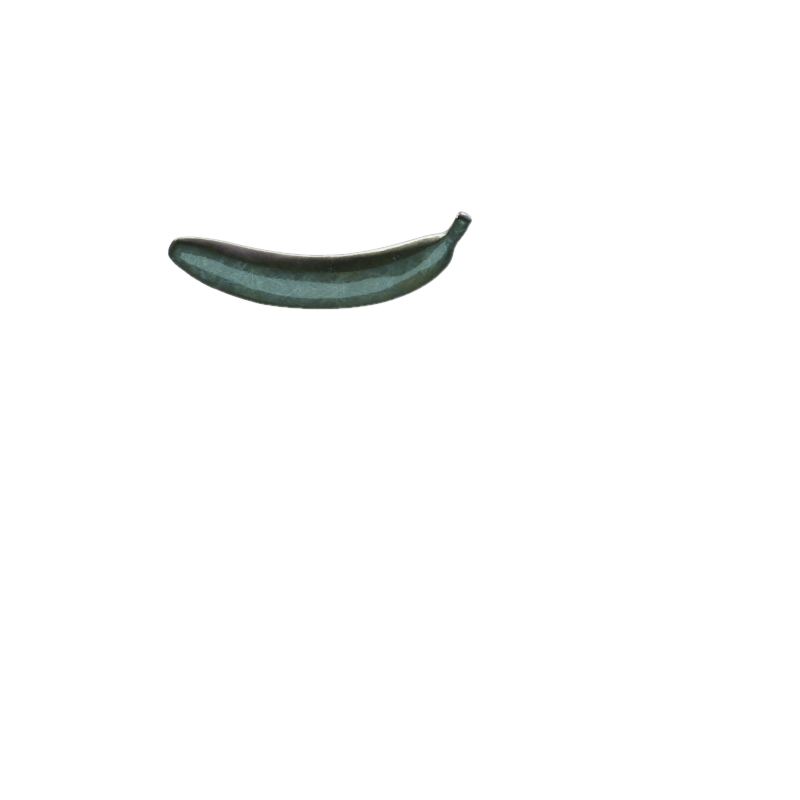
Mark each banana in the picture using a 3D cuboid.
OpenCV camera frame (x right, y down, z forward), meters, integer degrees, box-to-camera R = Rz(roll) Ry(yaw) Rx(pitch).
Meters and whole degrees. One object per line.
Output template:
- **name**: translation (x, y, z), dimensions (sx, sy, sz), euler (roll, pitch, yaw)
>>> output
- **banana**: translation (-0.051, -0.090, 0.736), dimensions (0.198, 0.065, 0.039), euler (-6, 34, 4)
